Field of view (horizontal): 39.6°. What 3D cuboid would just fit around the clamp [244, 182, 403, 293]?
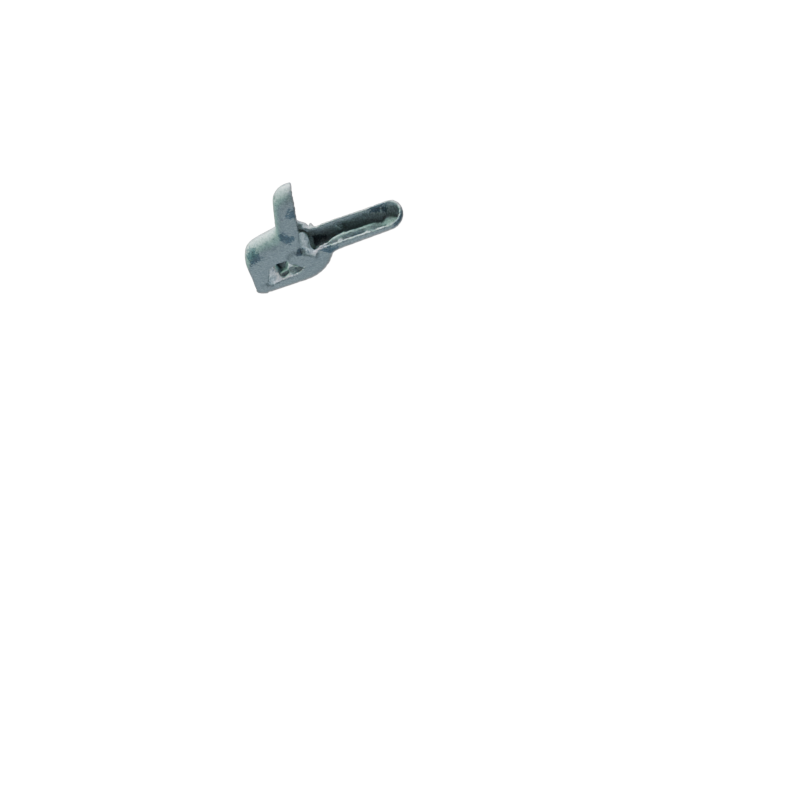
[{"bbox_3d":[-0.077,-0.140,0.983,0.116,0.041,0.168,8,-21,-22],"label":"clamp"}]
